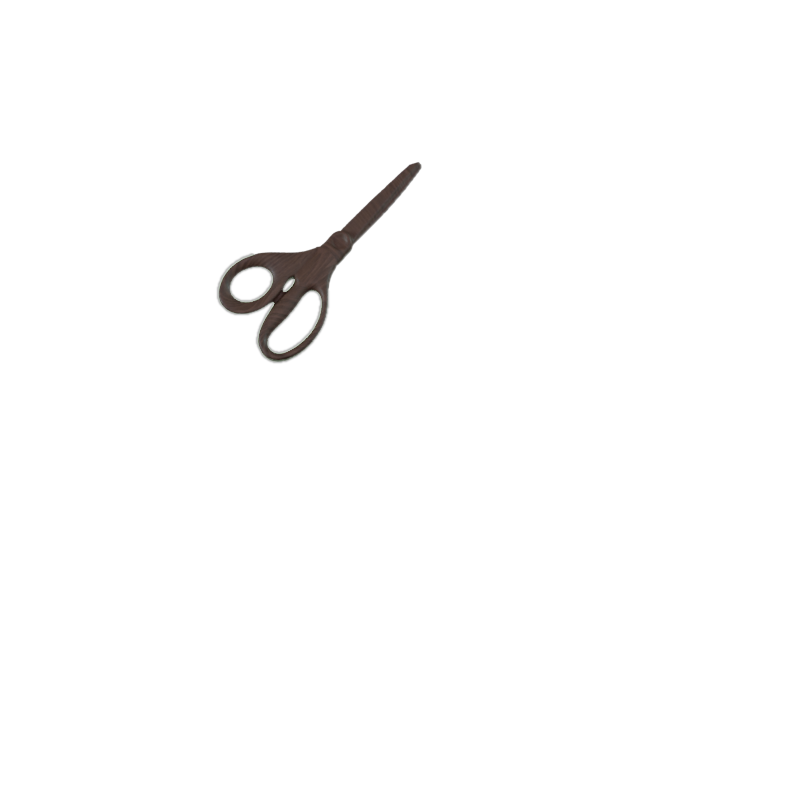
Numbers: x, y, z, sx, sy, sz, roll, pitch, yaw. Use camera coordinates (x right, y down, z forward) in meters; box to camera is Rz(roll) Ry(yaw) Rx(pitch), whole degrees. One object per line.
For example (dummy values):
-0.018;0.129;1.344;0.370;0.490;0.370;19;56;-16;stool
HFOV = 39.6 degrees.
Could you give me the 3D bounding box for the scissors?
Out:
-0.068;-0.125;0.873;0.098;0.207;0.015;24;-20;9;scissors
